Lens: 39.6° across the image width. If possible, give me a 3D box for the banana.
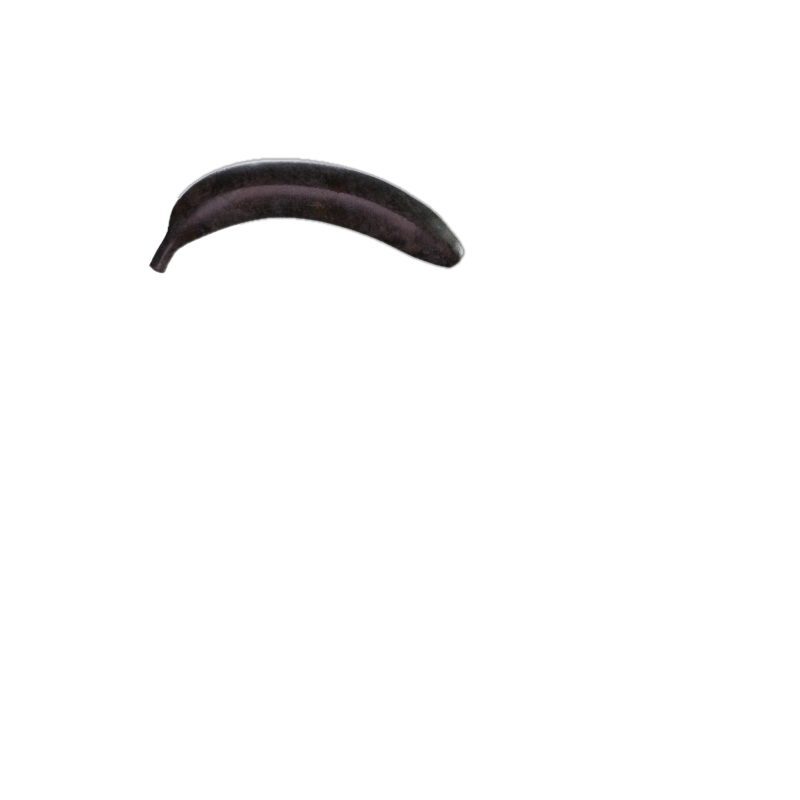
[{"bbox_3d":[-0.059,-0.117,0.696,0.198,0.067,0.038,0,20,0],"label":"banana"}]
